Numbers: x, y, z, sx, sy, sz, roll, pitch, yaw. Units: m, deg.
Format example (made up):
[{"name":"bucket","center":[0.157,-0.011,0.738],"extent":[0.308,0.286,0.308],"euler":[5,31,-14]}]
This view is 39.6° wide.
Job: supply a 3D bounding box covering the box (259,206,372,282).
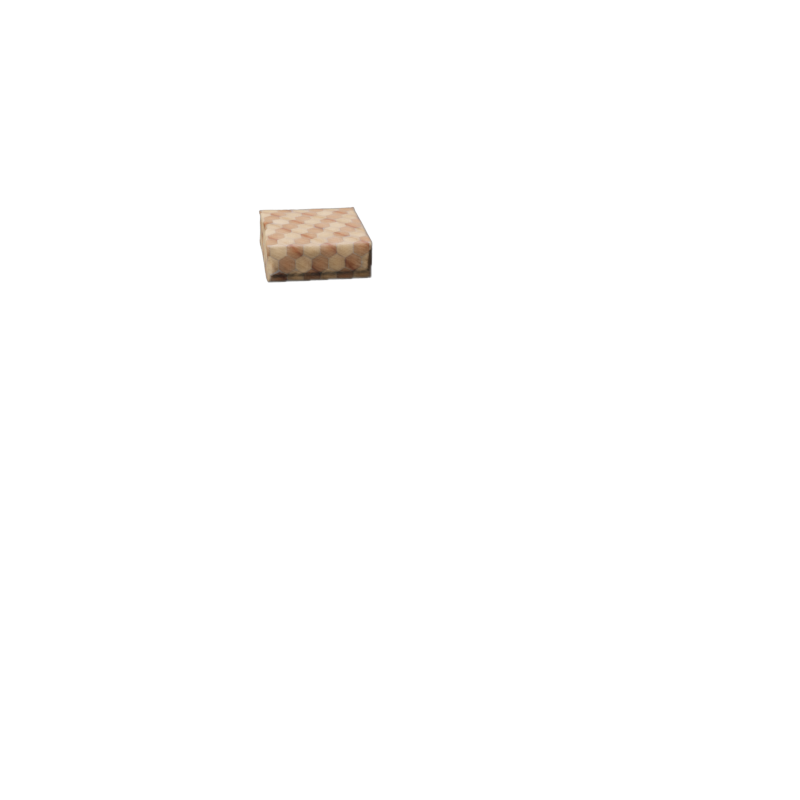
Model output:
[{"name":"box","center":[-0.062,-0.113,0.794],"extent":[0.072,0.029,0.094],"euler":[-3,25,-8]}]
